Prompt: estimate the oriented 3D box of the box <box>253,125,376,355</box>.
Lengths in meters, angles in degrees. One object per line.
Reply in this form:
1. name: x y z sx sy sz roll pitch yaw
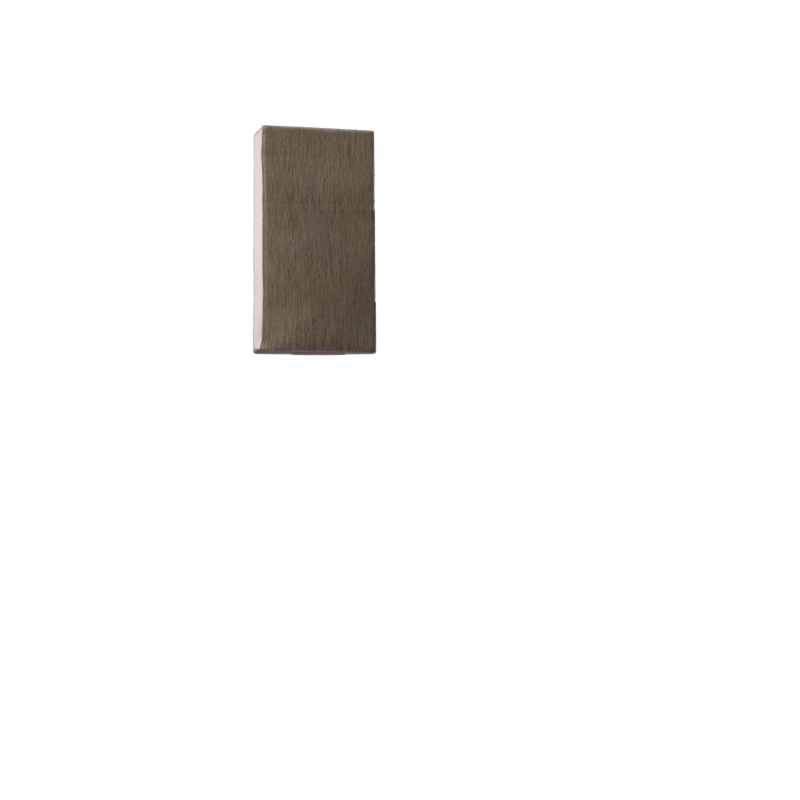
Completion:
1. box: -0.068 -0.124 0.870 0.091 0.180 0.048 1 -8 -15
